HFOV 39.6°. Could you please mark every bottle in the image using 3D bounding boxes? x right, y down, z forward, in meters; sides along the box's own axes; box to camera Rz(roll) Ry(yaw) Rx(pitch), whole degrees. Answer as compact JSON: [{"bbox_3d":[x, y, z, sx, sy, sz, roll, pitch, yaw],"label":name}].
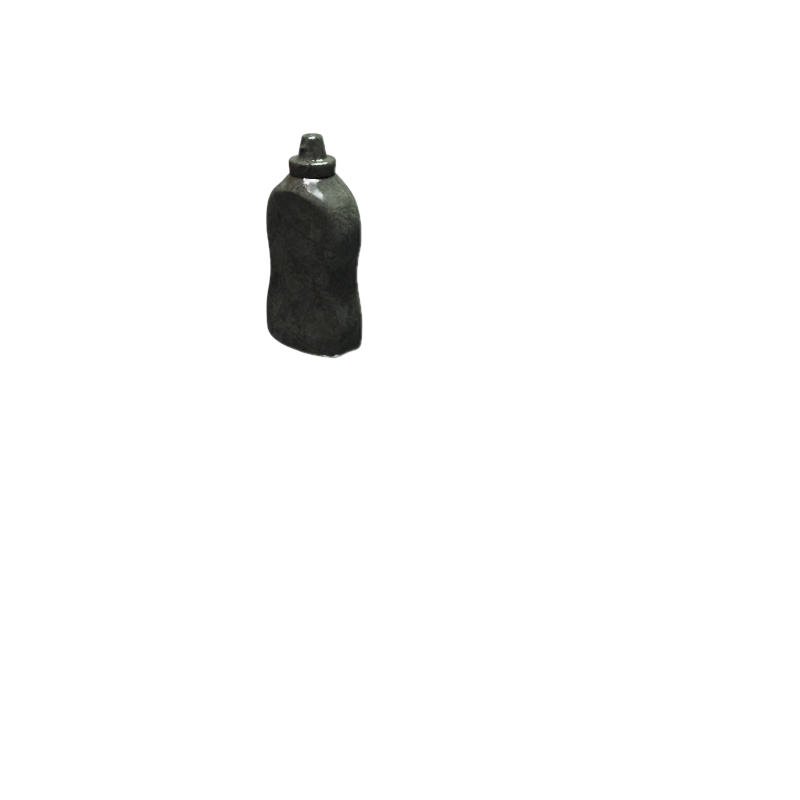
[{"bbox_3d":[-0.077,-0.139,0.975,0.057,0.184,0.102,-17,26,-42],"label":"bottle"}]
